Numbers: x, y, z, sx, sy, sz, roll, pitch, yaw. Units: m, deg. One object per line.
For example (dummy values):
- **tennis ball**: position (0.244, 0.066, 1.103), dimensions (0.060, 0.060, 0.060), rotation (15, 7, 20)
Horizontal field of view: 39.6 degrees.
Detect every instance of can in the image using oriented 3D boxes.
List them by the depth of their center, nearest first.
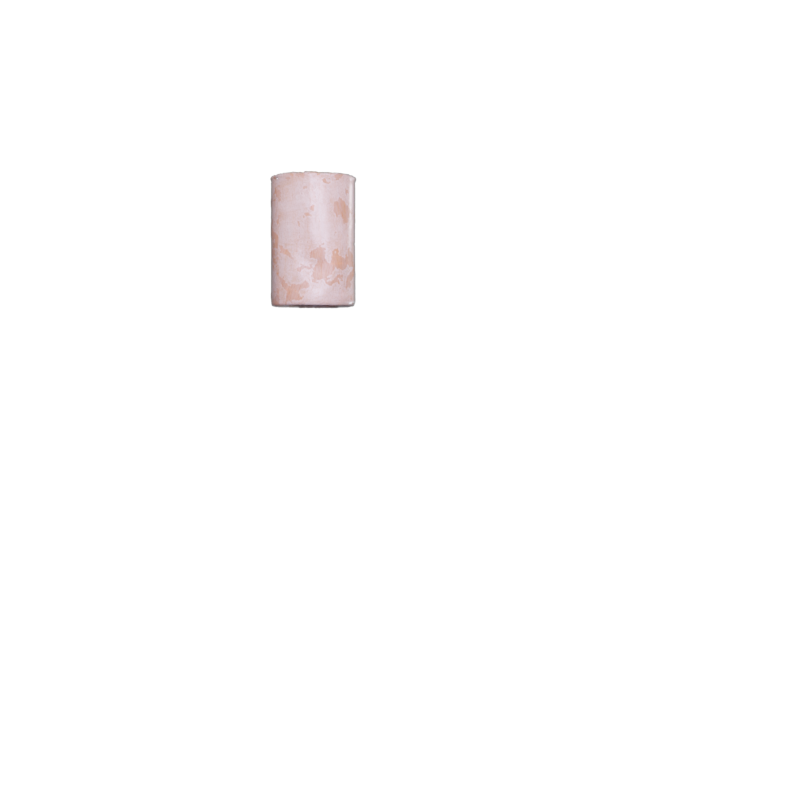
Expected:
- **can**: position (-0.068, -0.124, 0.872), dimensions (0.068, 0.103, 0.068), rotation (0, -3, -2)
